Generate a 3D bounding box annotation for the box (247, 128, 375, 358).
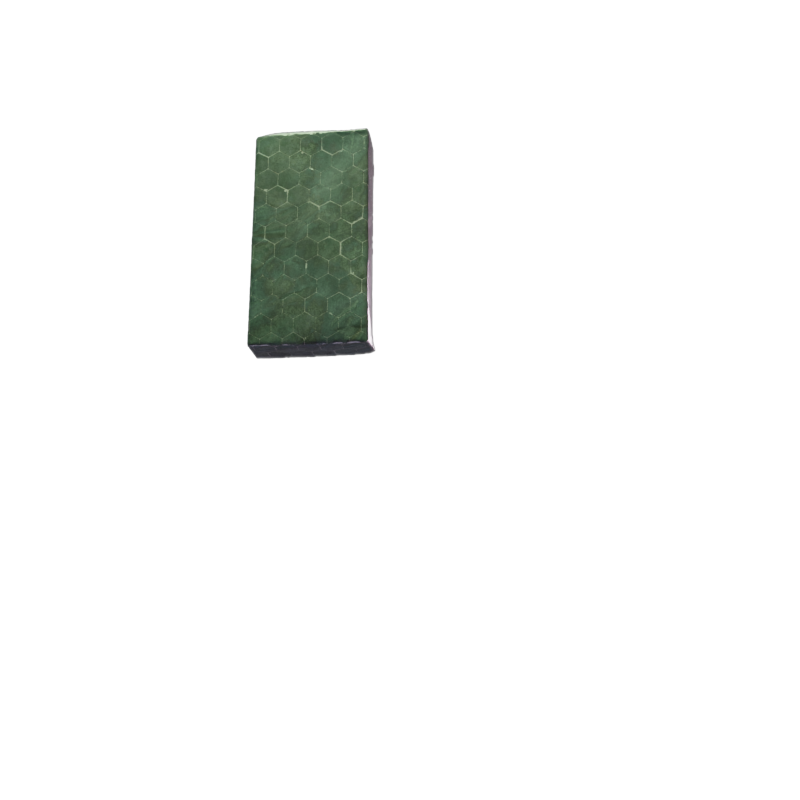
[{"bbox_3d":[-0.067,-0.123,0.859,0.094,0.184,0.045,-3,-18,7],"label":"box"}]
